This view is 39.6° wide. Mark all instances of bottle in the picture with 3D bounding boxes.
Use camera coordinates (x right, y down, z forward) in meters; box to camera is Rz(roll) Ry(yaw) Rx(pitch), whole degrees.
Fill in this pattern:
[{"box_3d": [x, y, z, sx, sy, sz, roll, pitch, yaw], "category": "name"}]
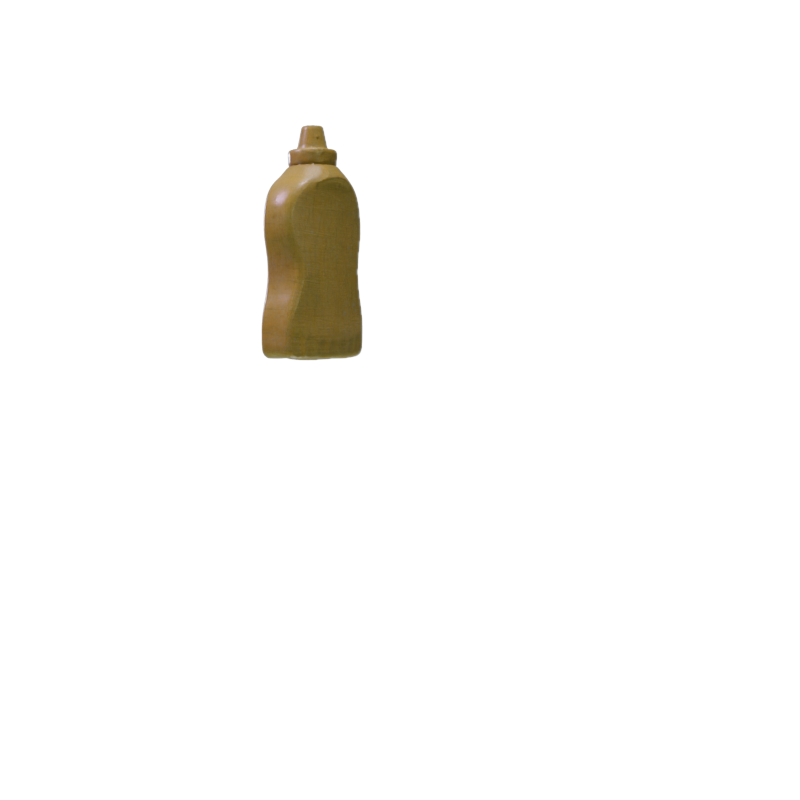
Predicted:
[{"box_3d": [-0.072, -0.131, 0.916, 0.060, 0.193, 0.092, -2, -2, 41], "category": "bottle"}]
